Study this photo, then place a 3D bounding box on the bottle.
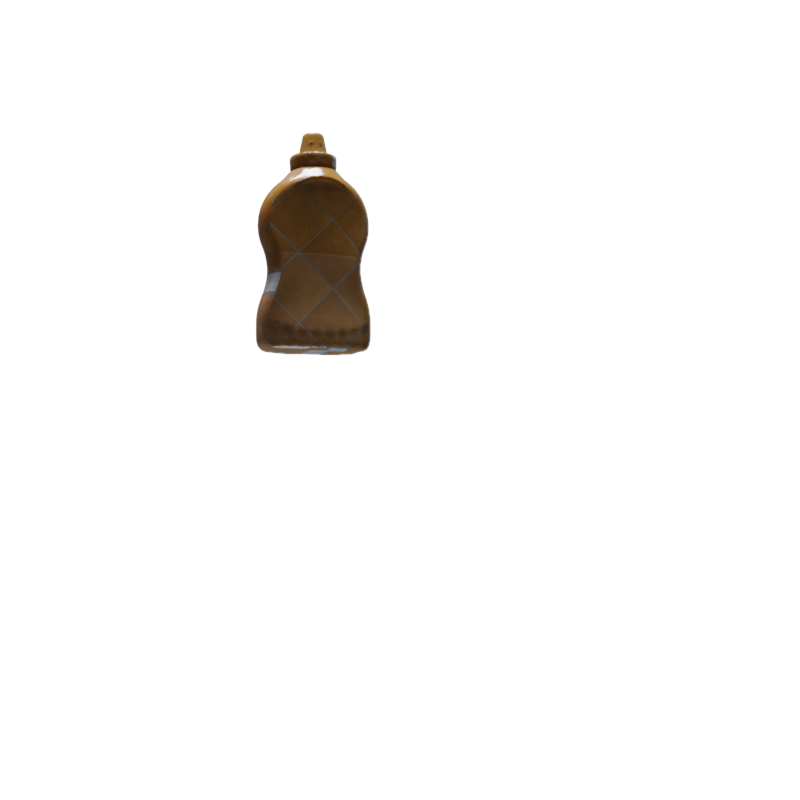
[{"bbox_3d":[-0.075,-0.137,0.959,0.094,0.196,0.058,2,-10,-16],"label":"bottle"}]
